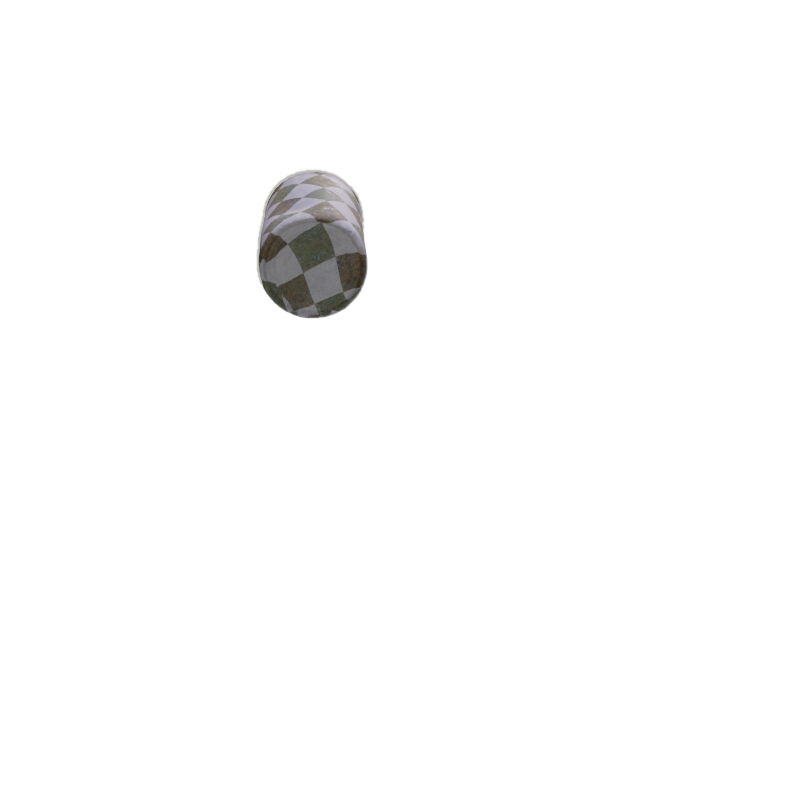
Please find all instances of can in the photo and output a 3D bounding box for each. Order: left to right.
[{"bbox_3d":[-0.056,-0.102,0.712,0.068,0.065,0.107,0,24,-3],"label":"can"}]
